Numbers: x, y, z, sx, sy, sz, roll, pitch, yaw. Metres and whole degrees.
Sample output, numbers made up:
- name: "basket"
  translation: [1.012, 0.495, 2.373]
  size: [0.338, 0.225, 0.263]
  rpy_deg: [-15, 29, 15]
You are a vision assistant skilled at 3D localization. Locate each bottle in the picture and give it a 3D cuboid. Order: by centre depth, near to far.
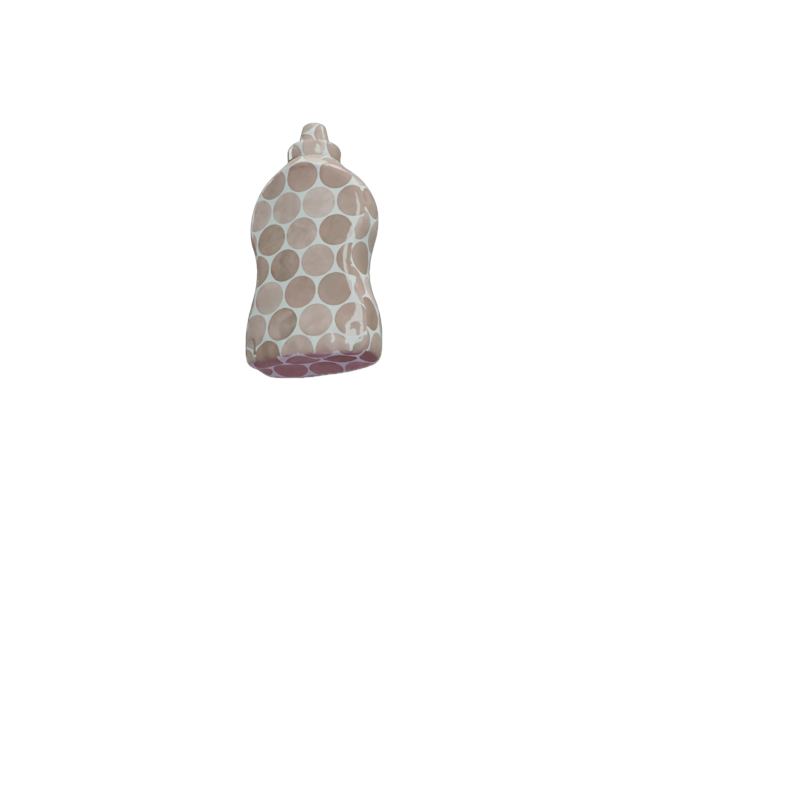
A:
- name: "bottle"
  translation: [-0.064, -0.116, 0.815]
  size: [0.098, 0.201, 0.054]
  rpy_deg: [-10, -23, 23]
